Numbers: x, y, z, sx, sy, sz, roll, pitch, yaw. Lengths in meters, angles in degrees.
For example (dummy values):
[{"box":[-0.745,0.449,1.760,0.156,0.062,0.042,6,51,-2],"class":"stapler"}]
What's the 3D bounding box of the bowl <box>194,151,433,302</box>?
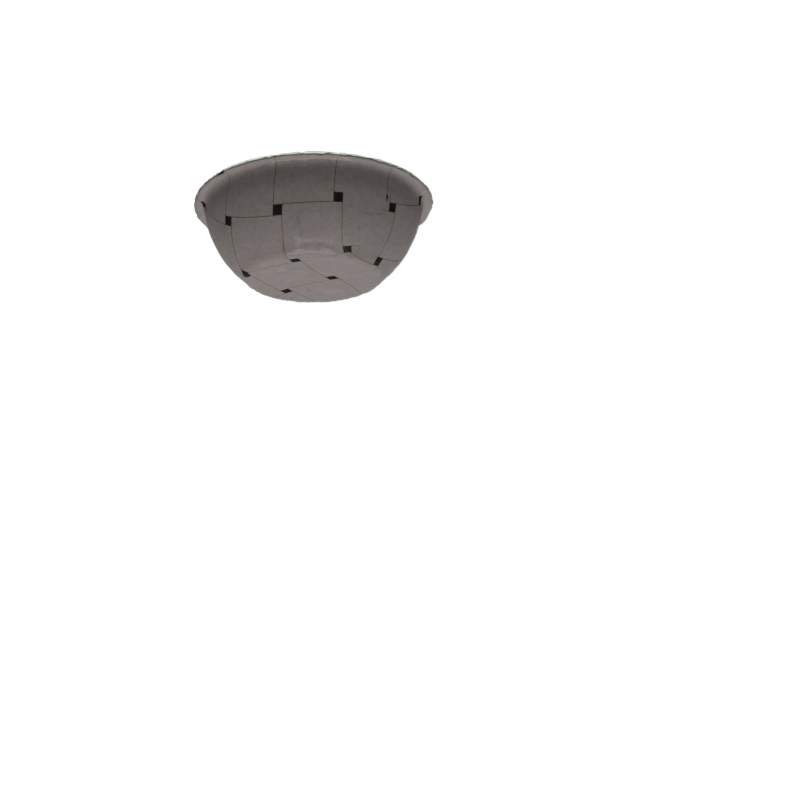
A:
[{"box":[-0.058,-0.106,0.742,0.162,0.058,0.155,0,-17,-2],"class":"bowl"}]
